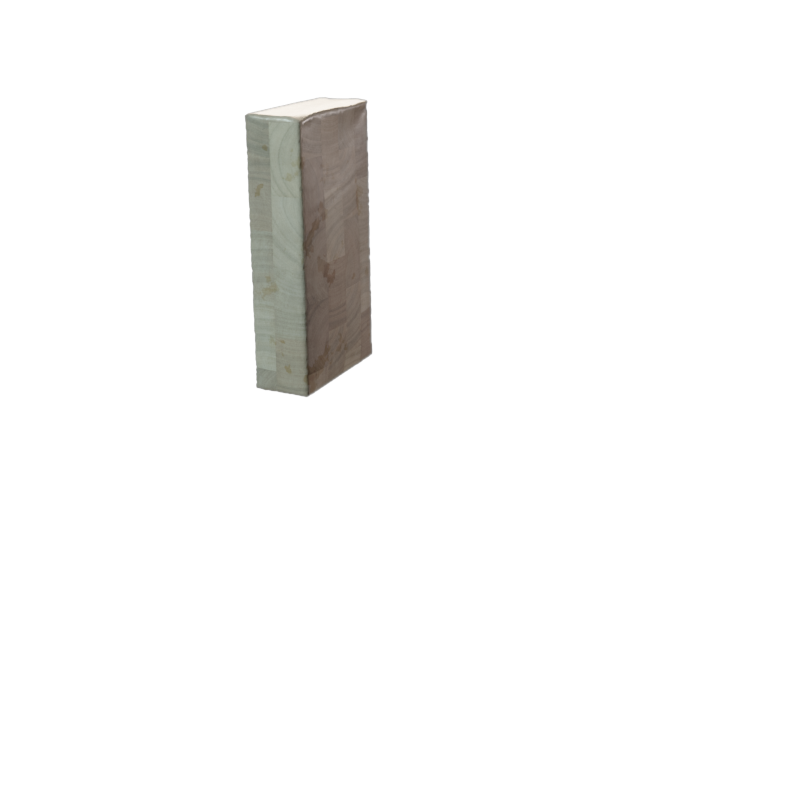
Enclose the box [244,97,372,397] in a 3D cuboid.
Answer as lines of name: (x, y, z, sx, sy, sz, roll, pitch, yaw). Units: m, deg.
box: (-0.056, -0.102, 0.713, 0.050, 0.170, 0.093, 9, 19, 24)
